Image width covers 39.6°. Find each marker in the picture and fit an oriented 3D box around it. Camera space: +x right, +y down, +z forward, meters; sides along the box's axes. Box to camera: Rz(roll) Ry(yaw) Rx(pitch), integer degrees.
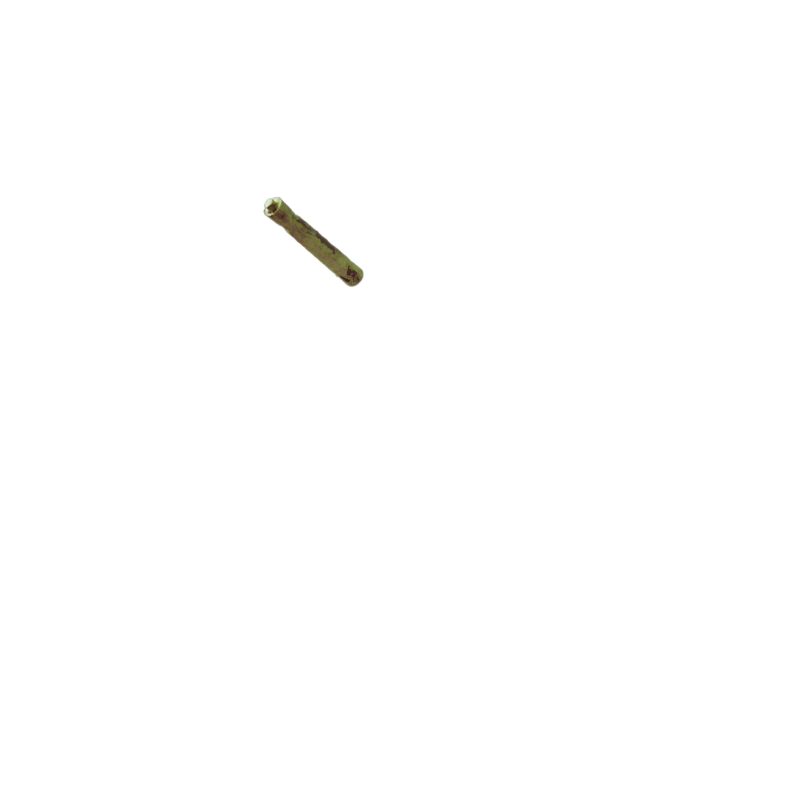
[{"bbox_3d":[-0.073,-0.133,0.930,0.021,0.020,0.112,3,-26,45],"label":"marker"}]
